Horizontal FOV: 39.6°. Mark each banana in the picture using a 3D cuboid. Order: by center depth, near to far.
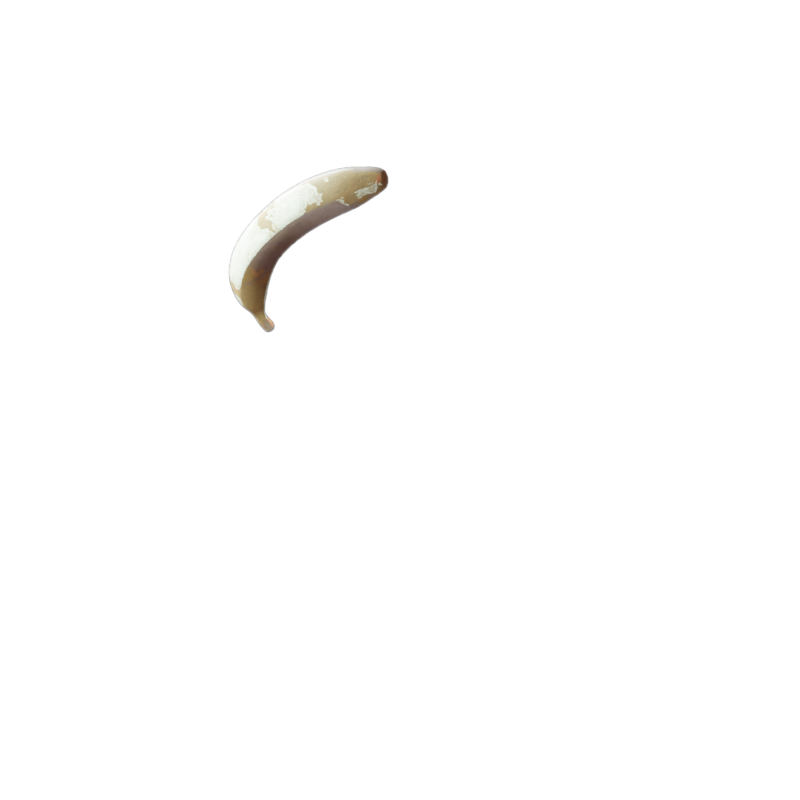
[{"bbox_3d":[-0.088,-0.131,0.891,0.066,0.039,0.192,22,-45,-25],"label":"banana"}]
